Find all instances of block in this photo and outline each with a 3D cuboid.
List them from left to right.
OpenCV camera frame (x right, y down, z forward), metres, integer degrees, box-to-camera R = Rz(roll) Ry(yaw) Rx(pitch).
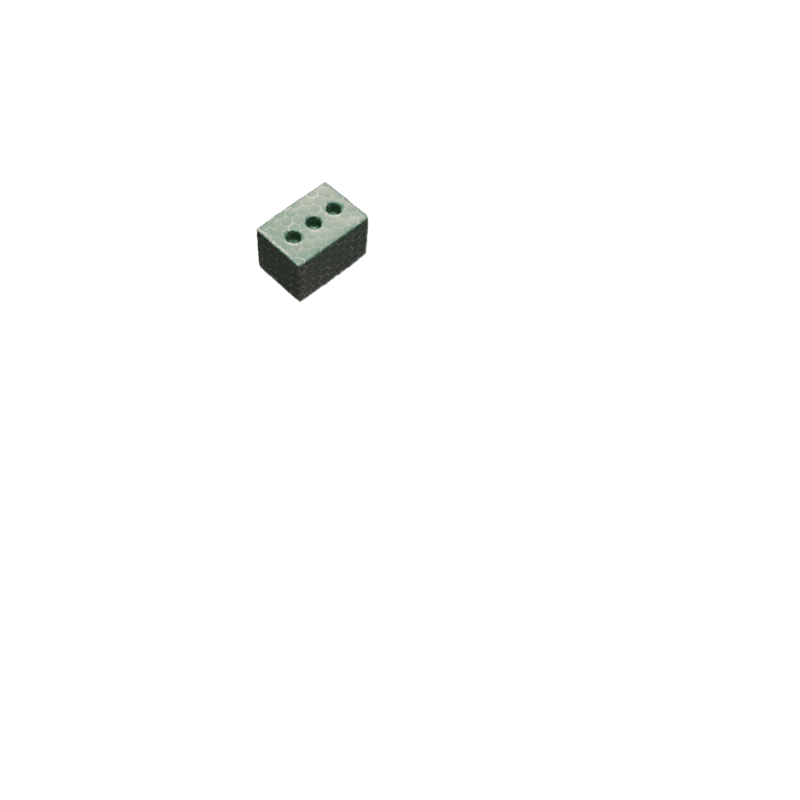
[{"bbox_3d":[-0.071,-0.129,0.903,0.079,0.056,0.048,-39,-25,-25],"label":"block"}]
